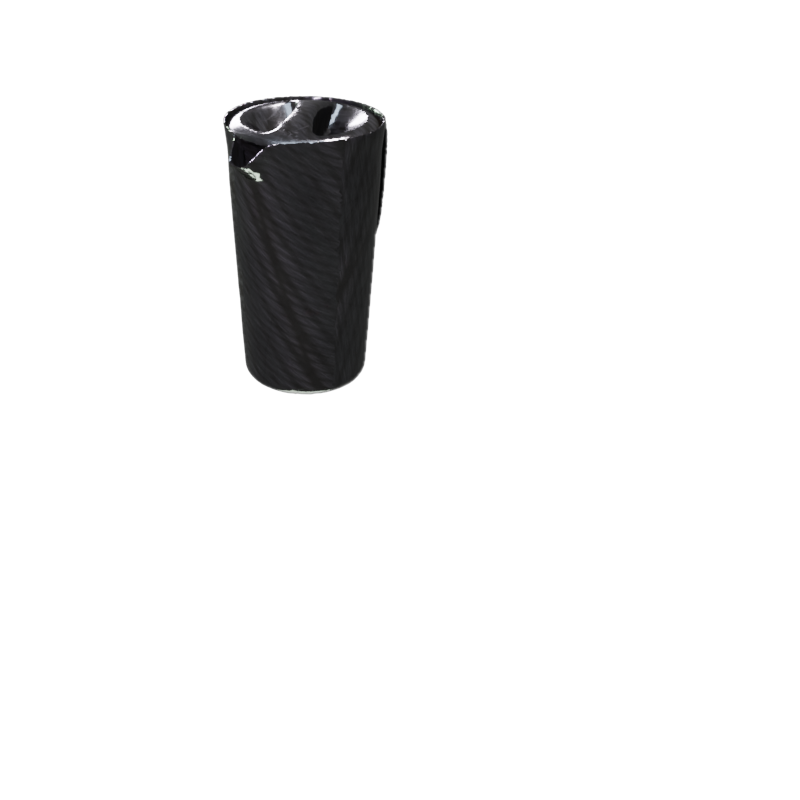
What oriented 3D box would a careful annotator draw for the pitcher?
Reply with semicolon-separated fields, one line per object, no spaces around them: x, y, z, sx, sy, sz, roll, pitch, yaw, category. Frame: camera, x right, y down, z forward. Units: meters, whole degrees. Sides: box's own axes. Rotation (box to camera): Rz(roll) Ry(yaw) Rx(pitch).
-0.075;-0.137;0.960;0.148;0.230;0.155;-3;27;-9;pitcher
